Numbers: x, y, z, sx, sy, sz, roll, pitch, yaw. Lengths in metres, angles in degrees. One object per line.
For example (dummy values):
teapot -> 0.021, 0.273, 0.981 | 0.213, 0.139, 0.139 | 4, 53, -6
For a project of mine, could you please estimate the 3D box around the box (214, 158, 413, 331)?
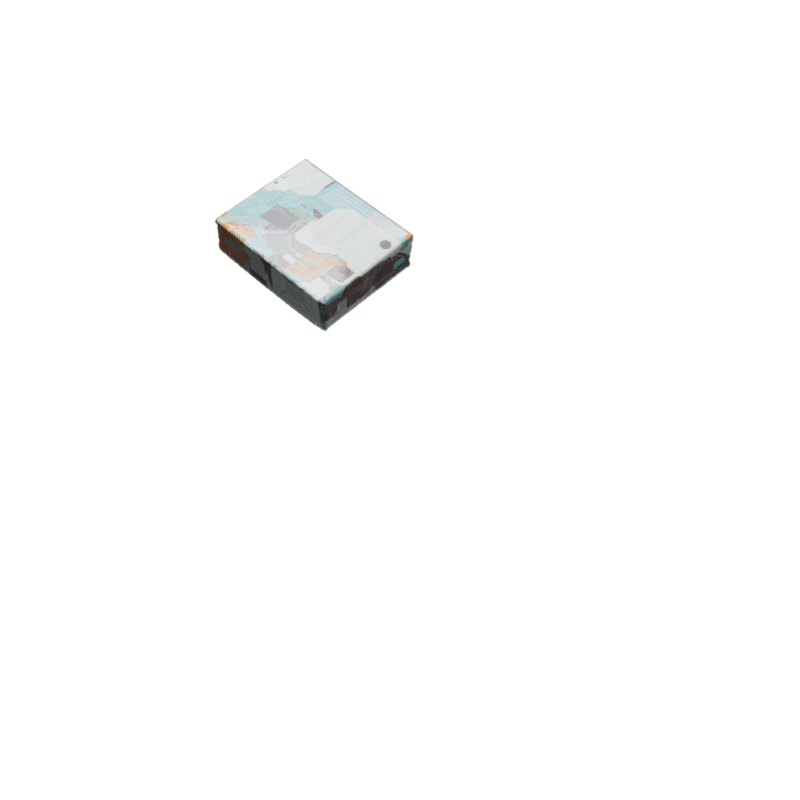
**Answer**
box -> -0.062, -0.112, 0.787 | 0.120, 0.036, 0.091 | 39, 62, 25
